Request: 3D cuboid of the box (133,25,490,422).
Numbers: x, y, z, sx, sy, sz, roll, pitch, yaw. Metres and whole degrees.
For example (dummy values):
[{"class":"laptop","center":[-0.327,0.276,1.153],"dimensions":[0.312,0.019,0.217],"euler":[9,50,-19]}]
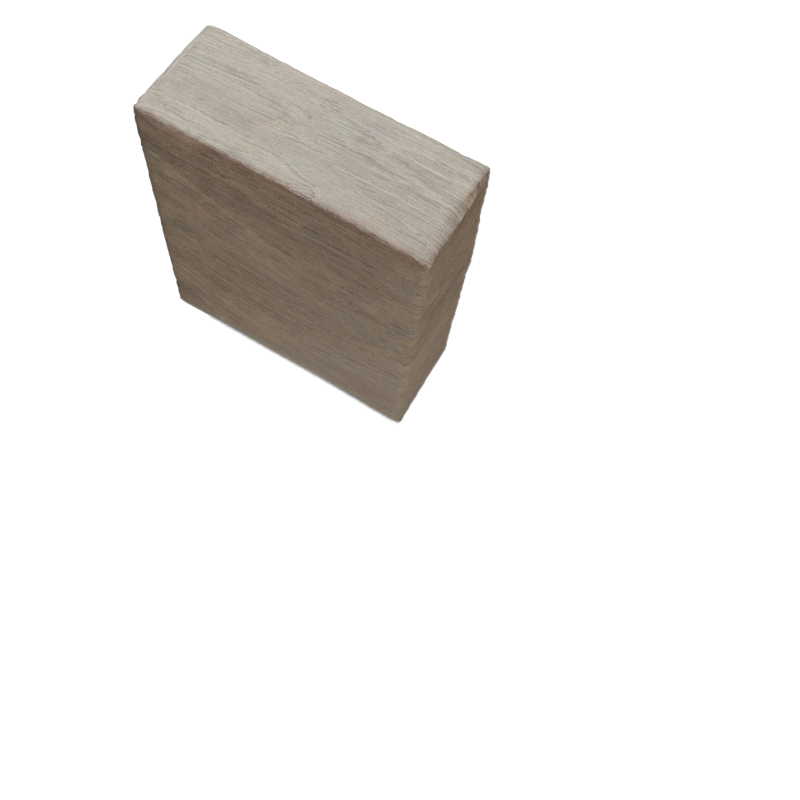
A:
[{"class":"box","center":[-0.048,-0.087,0.608],"dimensions":[0.169,0.074,0.202],"euler":[31,-21,11]}]
